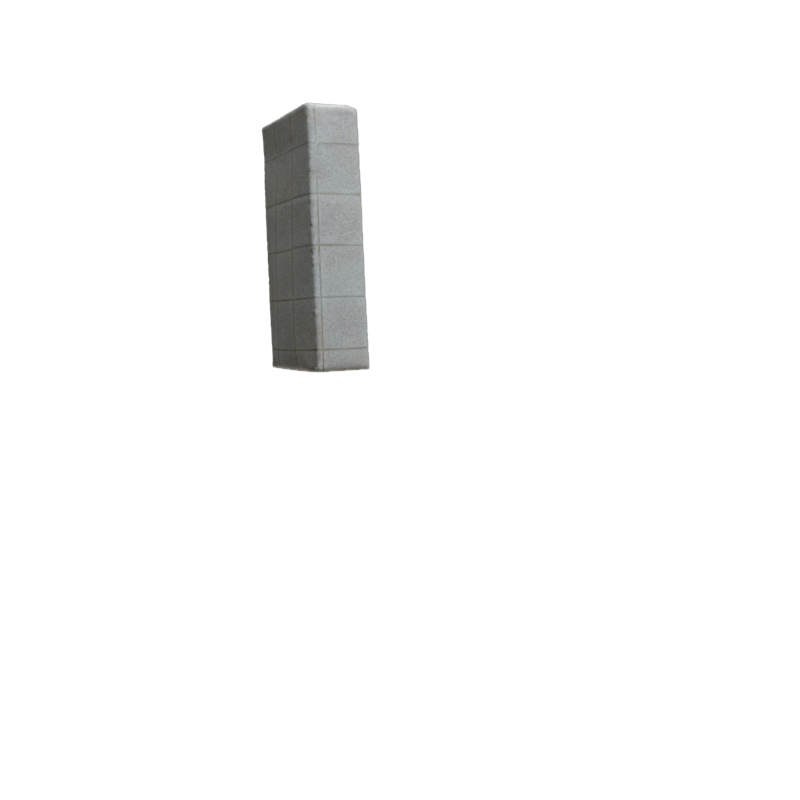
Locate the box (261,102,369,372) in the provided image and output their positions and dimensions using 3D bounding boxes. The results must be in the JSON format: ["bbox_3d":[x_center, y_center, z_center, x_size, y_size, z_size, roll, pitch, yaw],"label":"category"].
[{"bbox_3d":[-0.059,-0.109,0.763,0.047,0.178,0.095,2,-4,-24],"label":"box"}]
